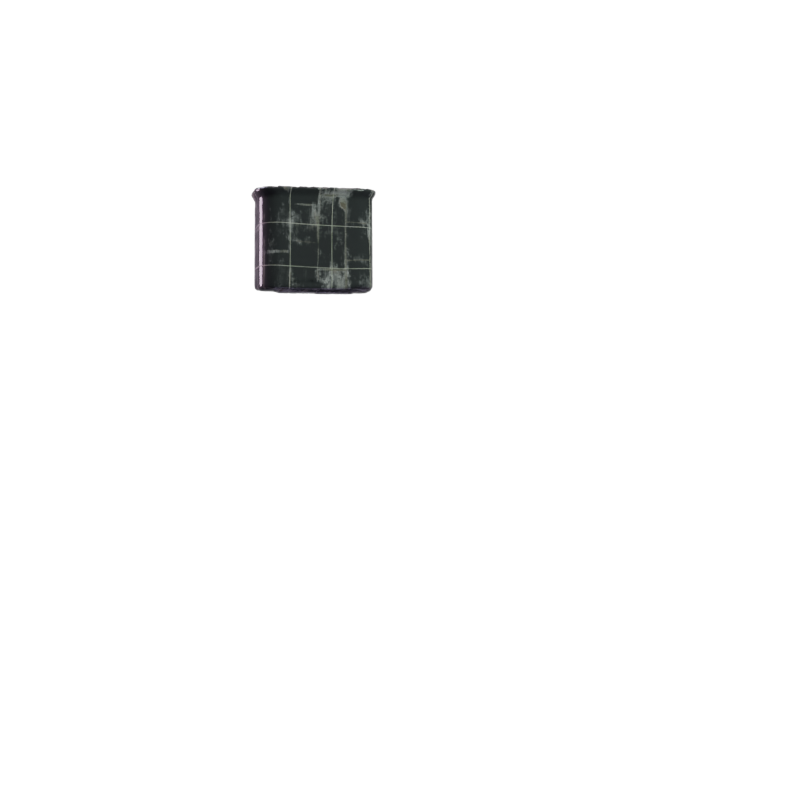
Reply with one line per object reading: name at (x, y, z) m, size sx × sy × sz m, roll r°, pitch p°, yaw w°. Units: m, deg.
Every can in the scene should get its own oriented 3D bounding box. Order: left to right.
can at (-0.072, -0.132, 0.924) m, size 0.100 × 0.085 × 0.058 m, roll 0°, pitch -4°, yaw -12°
